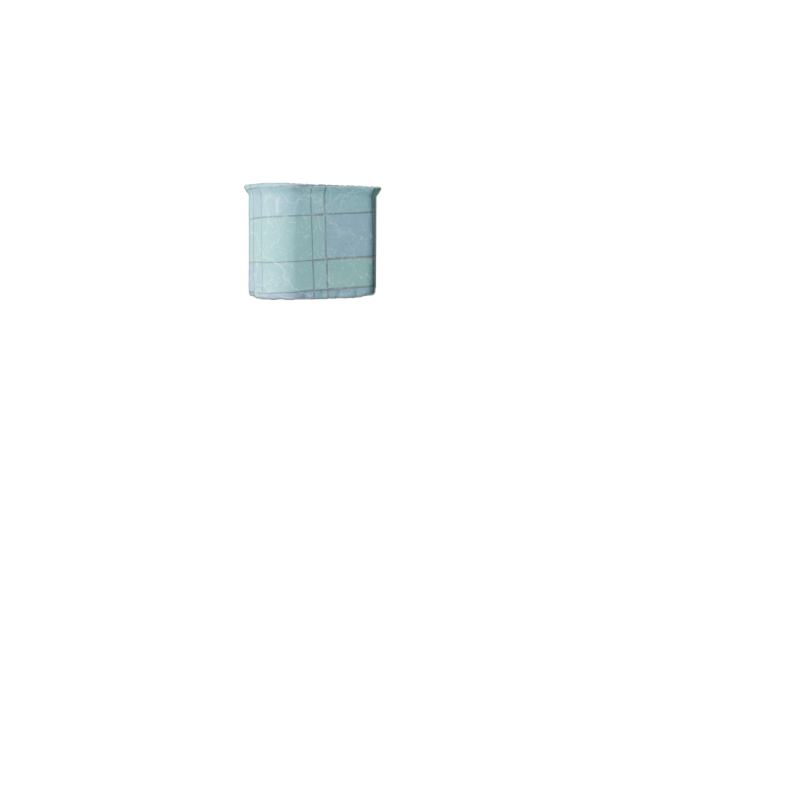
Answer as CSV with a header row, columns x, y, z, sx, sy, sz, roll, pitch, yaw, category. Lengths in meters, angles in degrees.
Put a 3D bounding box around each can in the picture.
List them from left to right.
x,y,z,sx,sy,sz,roll,pitch,yaw,category
-0.065,-0.118,0.828,0.098,0.084,0.060,-3,4,-34,can
